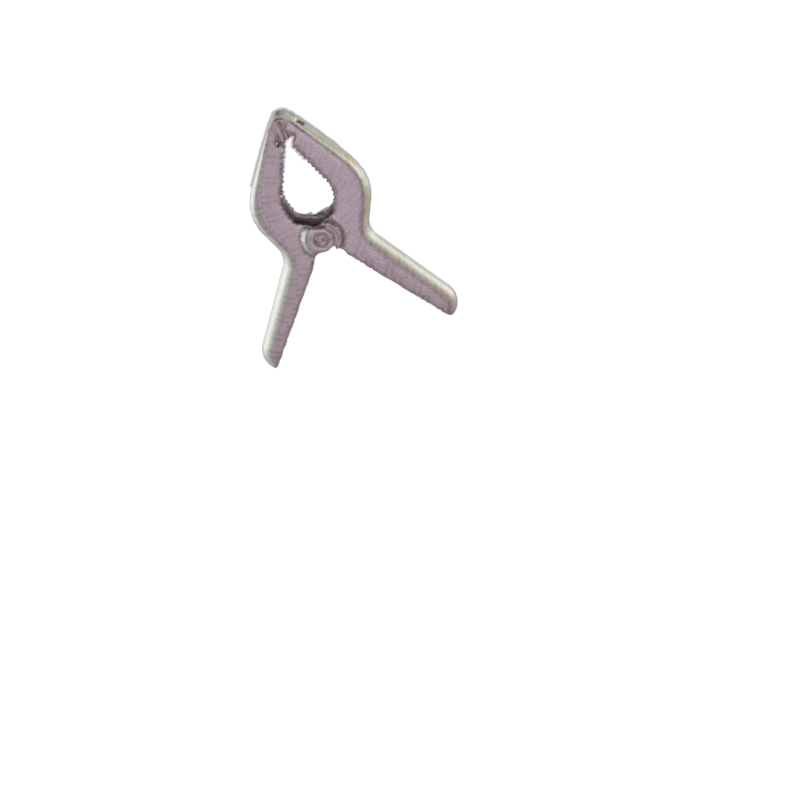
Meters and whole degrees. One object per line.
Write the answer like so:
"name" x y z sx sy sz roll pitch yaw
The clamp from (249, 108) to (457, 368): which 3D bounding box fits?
"clamp" -0.068 -0.124 0.871 0.165 0.199 0.038 -24 23 10
